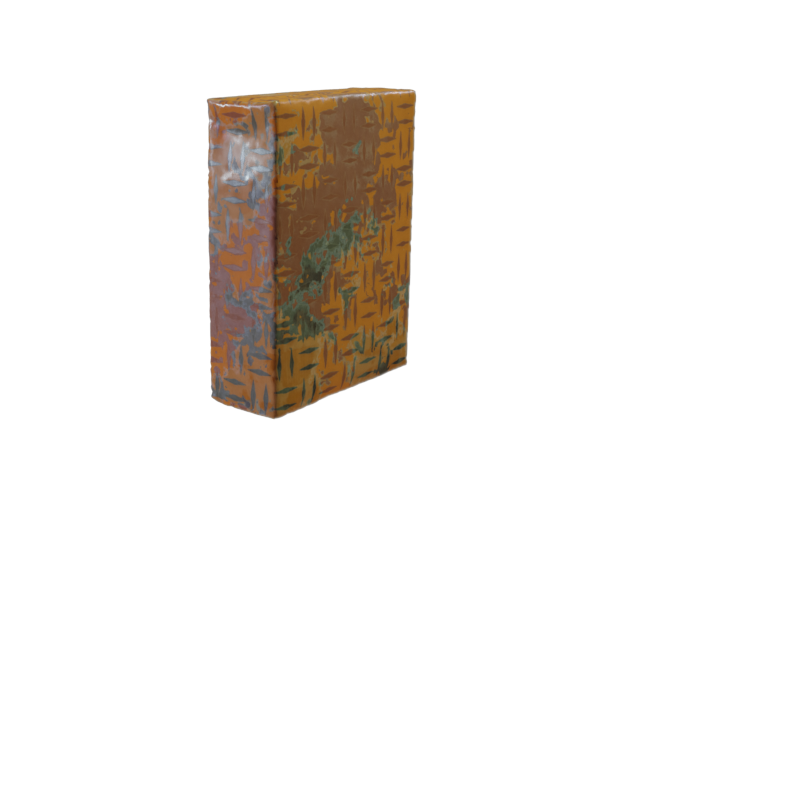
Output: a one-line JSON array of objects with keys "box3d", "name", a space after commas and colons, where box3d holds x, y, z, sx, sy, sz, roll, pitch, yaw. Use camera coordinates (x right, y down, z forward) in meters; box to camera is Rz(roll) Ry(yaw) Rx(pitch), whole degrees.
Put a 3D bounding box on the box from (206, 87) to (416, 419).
[{"box3d": [-0.062, -0.114, 0.796, 0.075, 0.208, 0.161, 9, 16, 34], "name": "box"}]
